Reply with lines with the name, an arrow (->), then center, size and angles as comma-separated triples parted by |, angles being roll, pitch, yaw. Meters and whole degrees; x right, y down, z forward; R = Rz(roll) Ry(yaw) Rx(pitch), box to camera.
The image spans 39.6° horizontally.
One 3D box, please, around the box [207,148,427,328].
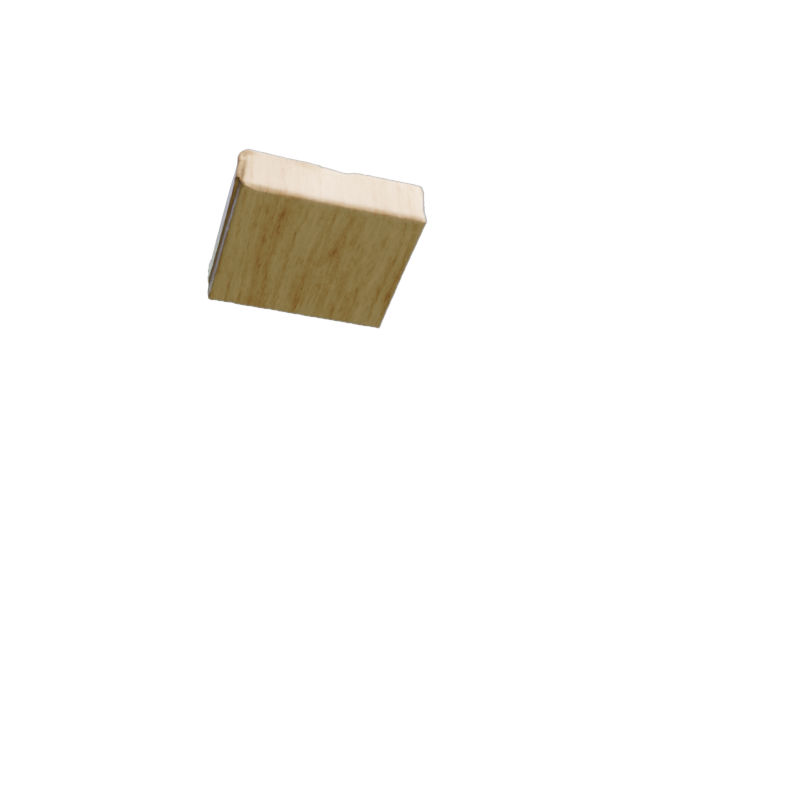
box -> -0.041, -0.075, 0.523 | 0.088, 0.032, 0.069 | 11, -46, -11
